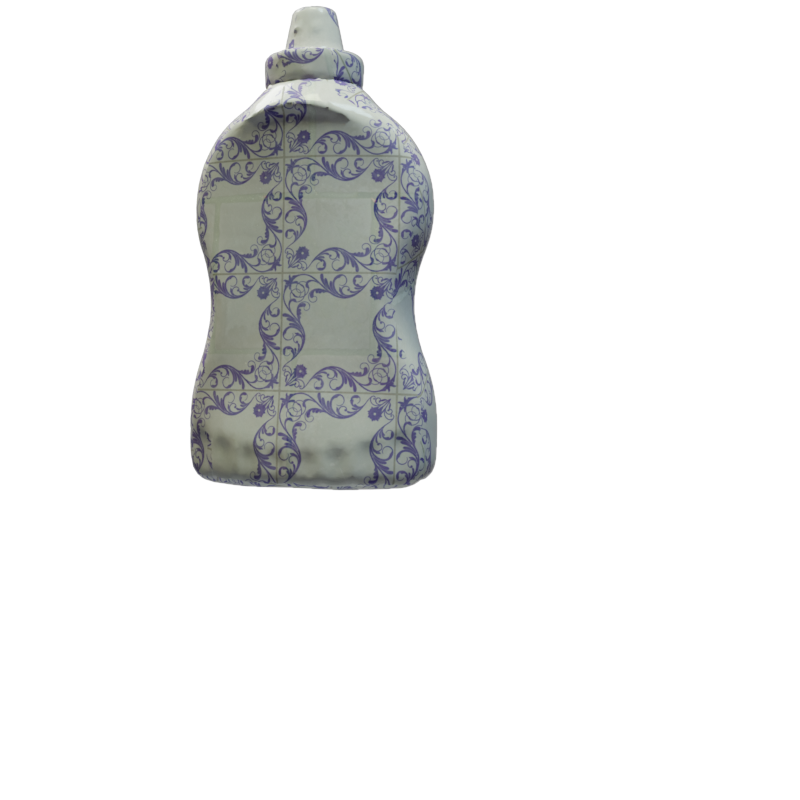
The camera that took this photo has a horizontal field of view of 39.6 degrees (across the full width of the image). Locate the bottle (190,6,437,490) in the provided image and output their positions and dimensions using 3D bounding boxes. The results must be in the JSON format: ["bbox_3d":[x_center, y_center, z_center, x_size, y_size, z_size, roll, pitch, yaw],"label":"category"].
[{"bbox_3d":[-0.035,-0.064,0.449,0.098,0.194,0.056,-2,-5,18],"label":"bottle"}]
